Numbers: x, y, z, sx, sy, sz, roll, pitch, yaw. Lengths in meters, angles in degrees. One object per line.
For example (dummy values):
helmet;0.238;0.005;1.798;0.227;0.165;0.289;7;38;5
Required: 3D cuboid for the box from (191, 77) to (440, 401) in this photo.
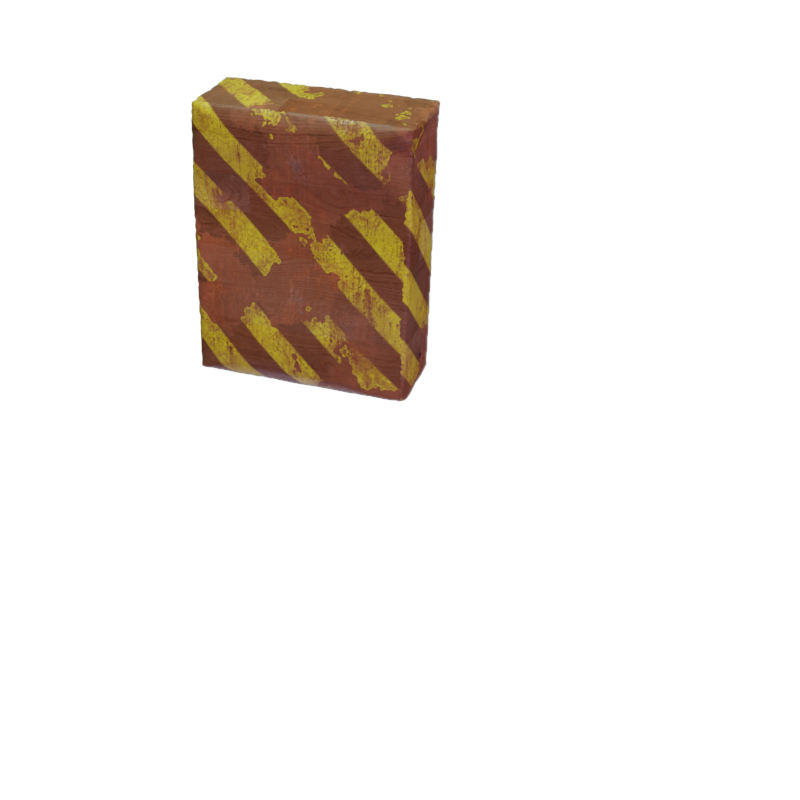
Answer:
box;-0.063;-0.114;0.802;0.169;0.202;0.074;11;29;16
